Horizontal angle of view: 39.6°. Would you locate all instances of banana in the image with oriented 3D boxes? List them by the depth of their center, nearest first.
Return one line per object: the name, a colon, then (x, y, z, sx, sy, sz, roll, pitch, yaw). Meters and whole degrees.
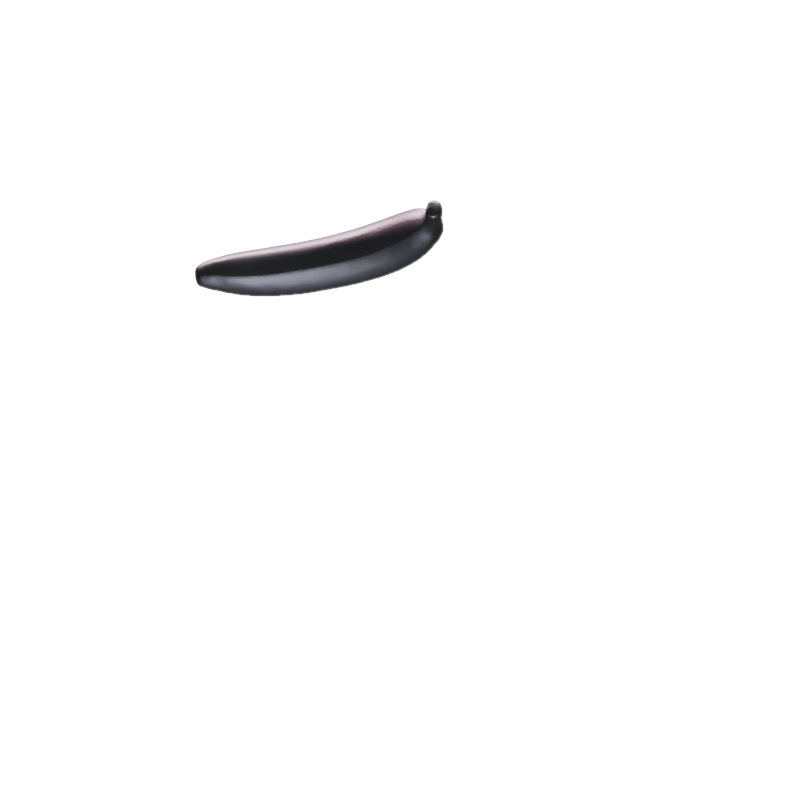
banana: (-0.048, -0.104, 0.777, 0.201, 0.039, 0.065, -13, -28, 27)
